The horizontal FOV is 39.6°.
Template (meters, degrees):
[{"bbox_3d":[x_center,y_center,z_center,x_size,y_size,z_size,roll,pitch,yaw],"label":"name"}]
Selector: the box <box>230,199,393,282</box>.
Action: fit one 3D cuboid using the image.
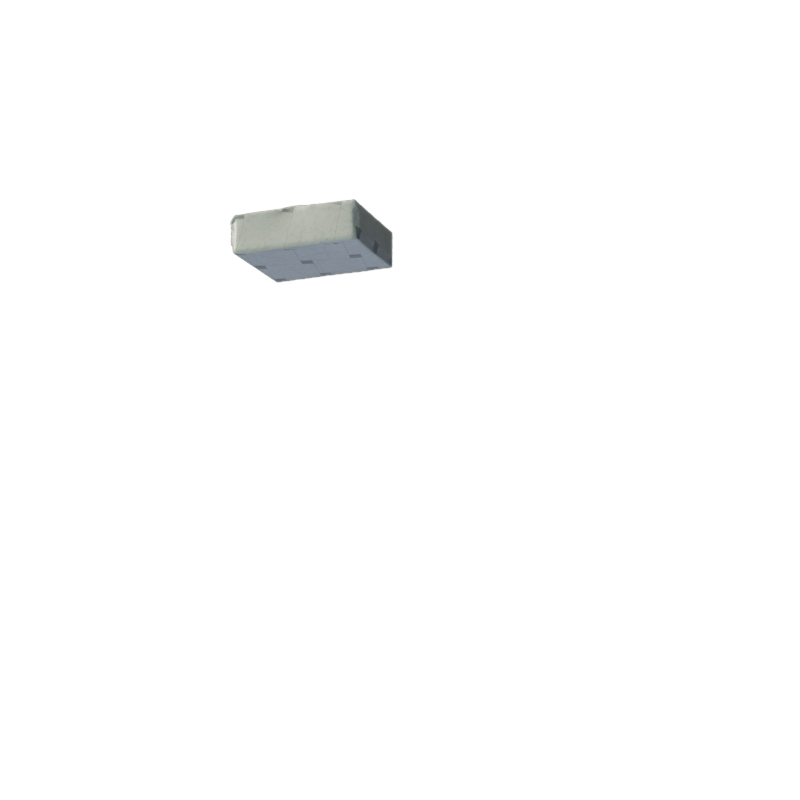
[{"bbox_3d":[-0.058,-0.105,0.737,0.091,0.031,0.069,-4,-12,20],"label":"box"}]
